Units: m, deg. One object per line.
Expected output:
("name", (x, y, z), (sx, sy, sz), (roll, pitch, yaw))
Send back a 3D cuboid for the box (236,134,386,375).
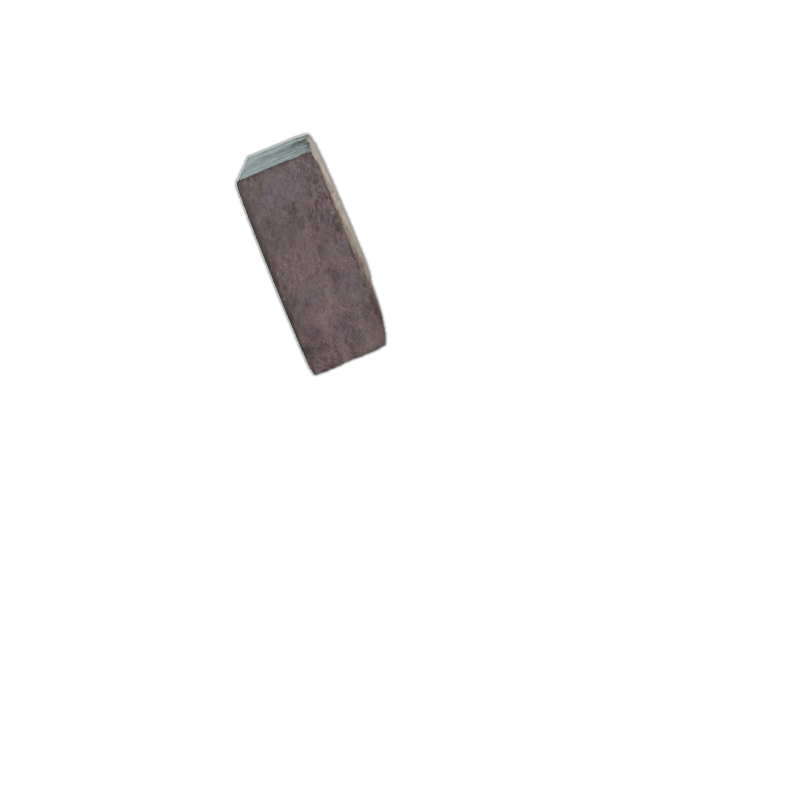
("box", (-0.073, -0.134, 0.936), (0.072, 0.159, 0.221), (-21, 15, 2))
